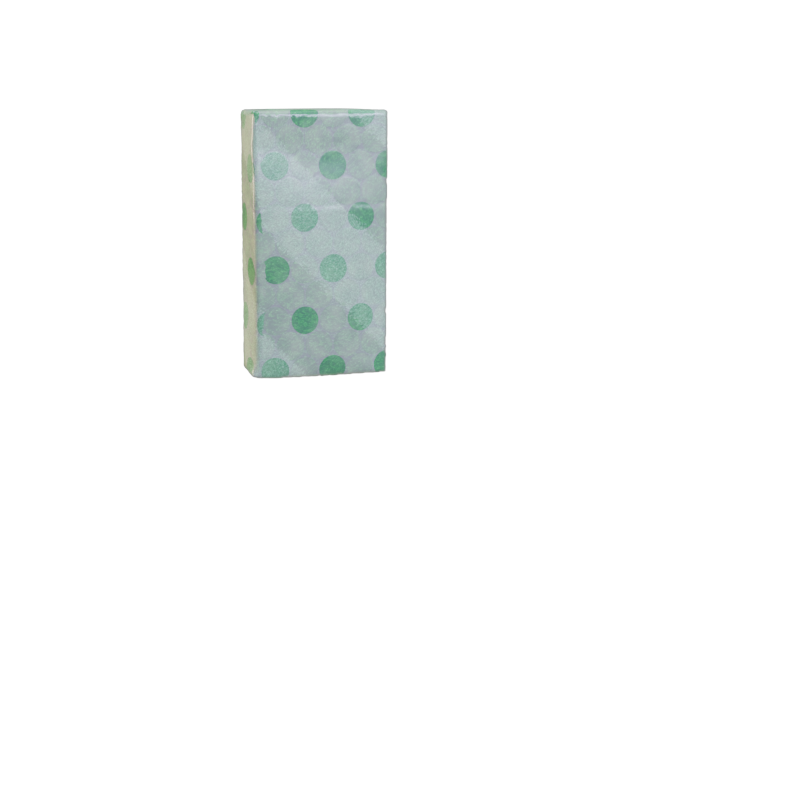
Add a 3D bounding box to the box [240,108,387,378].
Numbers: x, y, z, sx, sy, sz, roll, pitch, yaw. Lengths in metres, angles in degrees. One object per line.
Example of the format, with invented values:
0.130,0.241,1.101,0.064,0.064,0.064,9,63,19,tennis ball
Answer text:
-0.058,-0.105,0.738,0.091,0.173,0.050,-2,7,-17,box
